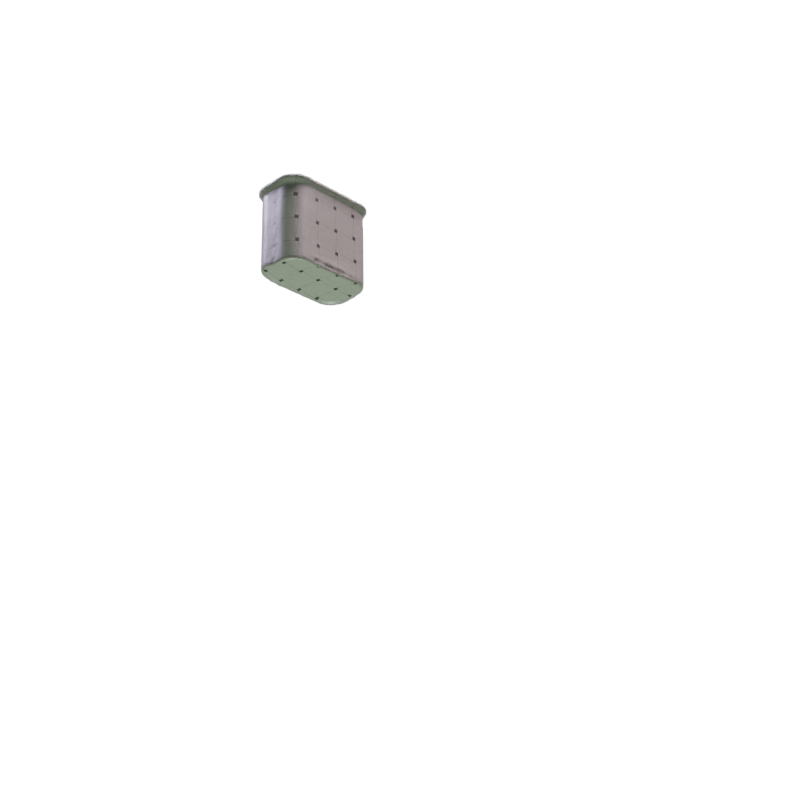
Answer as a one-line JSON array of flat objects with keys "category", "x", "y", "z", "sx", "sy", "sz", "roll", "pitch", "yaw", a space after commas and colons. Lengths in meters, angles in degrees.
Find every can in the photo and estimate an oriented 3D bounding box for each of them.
[{"category": "can", "x": -0.077, "y": -0.141, "z": 0.990, "sx": 0.096, "sy": 0.089, "sz": 0.058, "roll": 22, "pitch": -35, "yaw": -40}]
